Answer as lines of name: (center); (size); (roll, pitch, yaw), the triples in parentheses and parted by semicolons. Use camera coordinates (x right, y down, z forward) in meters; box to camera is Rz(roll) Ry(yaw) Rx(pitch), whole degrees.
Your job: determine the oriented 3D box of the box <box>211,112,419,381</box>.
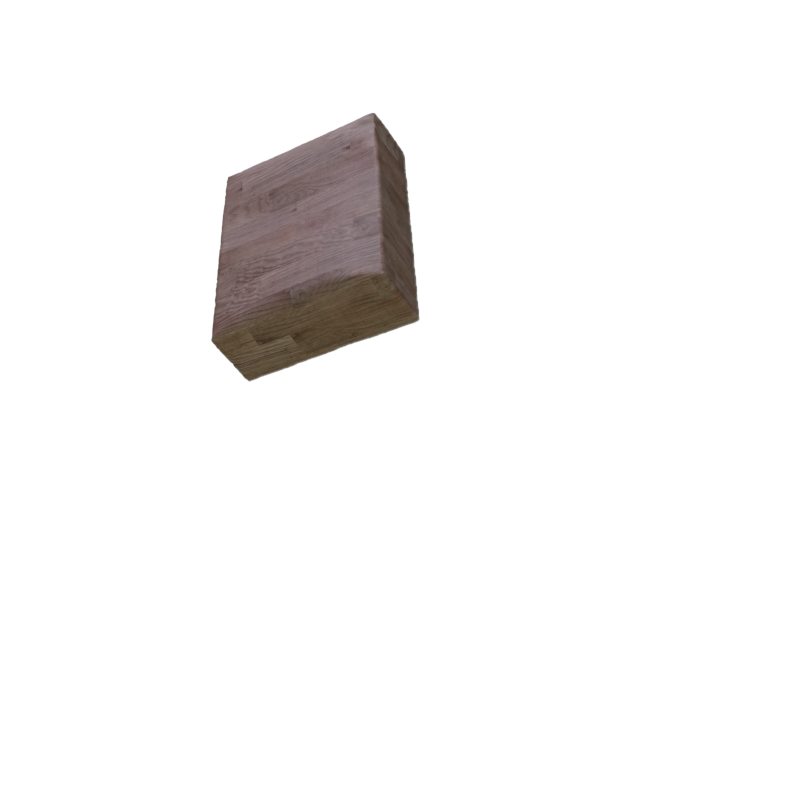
box: (-0.076, -0.139, 0.975); (0.165, 0.230, 0.066); (-20, -45, 18)
